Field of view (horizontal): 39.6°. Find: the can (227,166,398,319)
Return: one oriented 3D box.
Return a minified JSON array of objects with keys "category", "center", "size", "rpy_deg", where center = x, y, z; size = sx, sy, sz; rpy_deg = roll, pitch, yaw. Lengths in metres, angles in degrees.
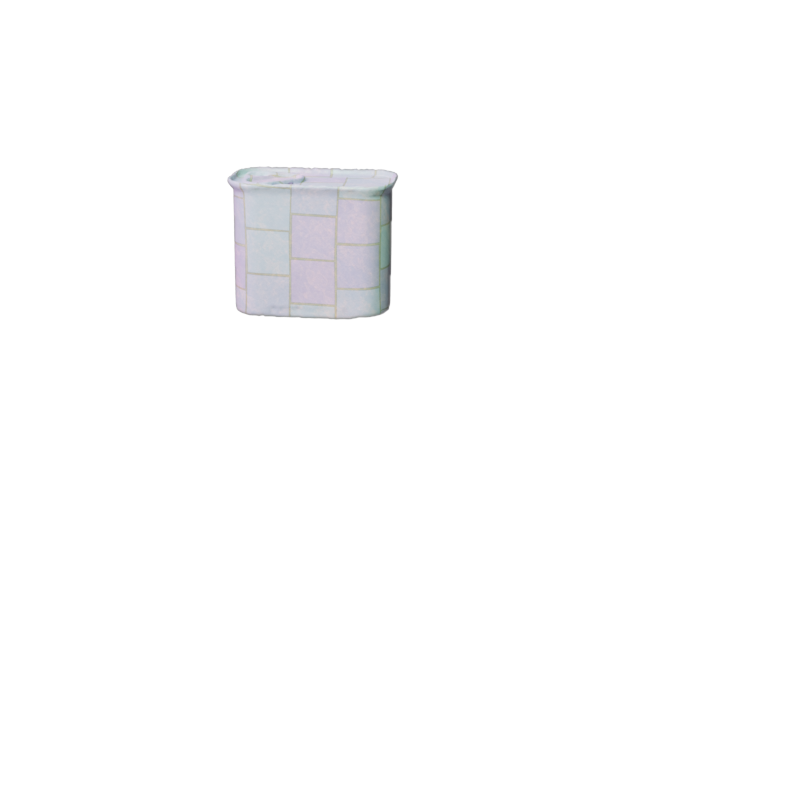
[{"category":"can","center":[-0.054,-0.098,0.686],"size":[0.103,0.081,0.059],"rpy_deg":[3,17,7]}]
